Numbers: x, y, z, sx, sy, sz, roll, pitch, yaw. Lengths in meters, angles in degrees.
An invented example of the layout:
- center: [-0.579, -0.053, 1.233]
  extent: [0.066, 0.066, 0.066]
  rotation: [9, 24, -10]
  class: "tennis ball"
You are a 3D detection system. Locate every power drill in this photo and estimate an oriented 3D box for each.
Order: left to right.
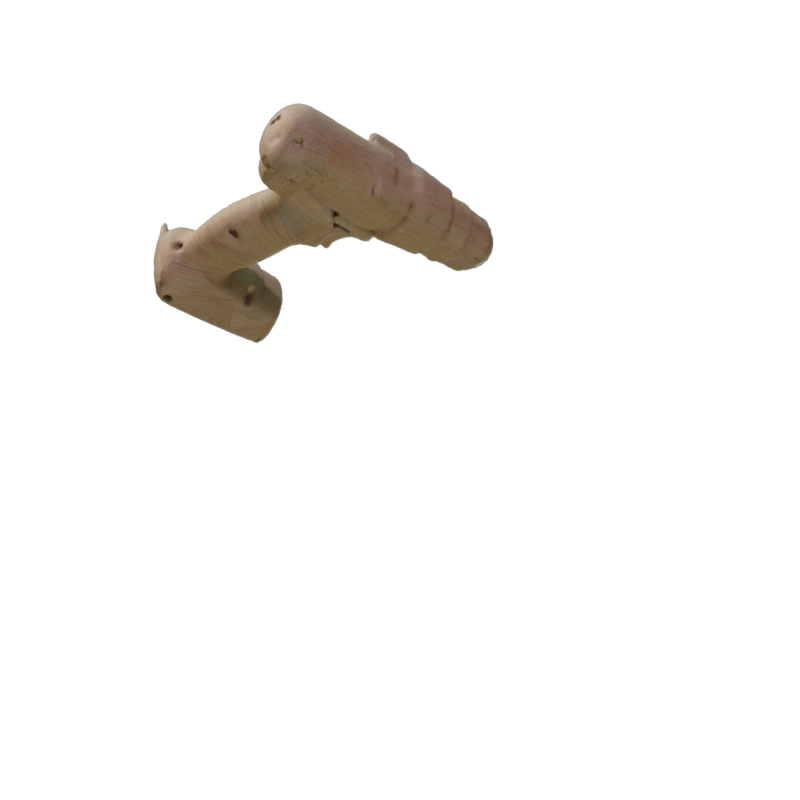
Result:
- center: [-0.057, -0.104, 0.730]
  extent: [0.173, 0.061, 0.187]
  rotation: [28, -42, -36]
  class: "power drill"
